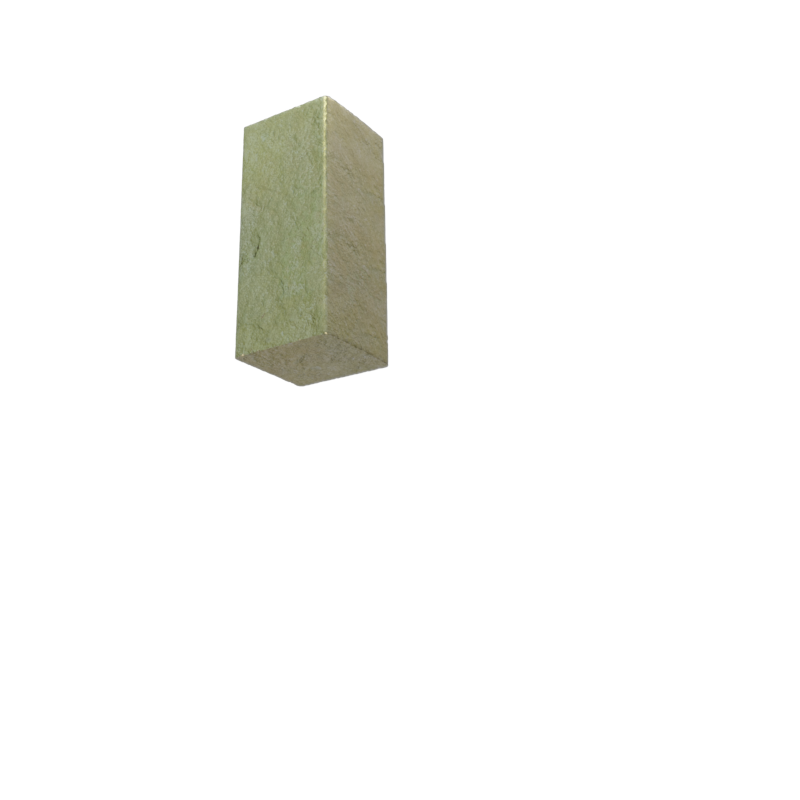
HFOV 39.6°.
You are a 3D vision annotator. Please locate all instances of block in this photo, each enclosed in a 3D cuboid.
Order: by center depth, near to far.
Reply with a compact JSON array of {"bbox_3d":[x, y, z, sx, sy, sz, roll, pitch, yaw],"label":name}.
[{"bbox_3d":[-0.070,-0.128,0.900,0.092,0.218,0.084,-16,-27,30],"label":"block"}]
